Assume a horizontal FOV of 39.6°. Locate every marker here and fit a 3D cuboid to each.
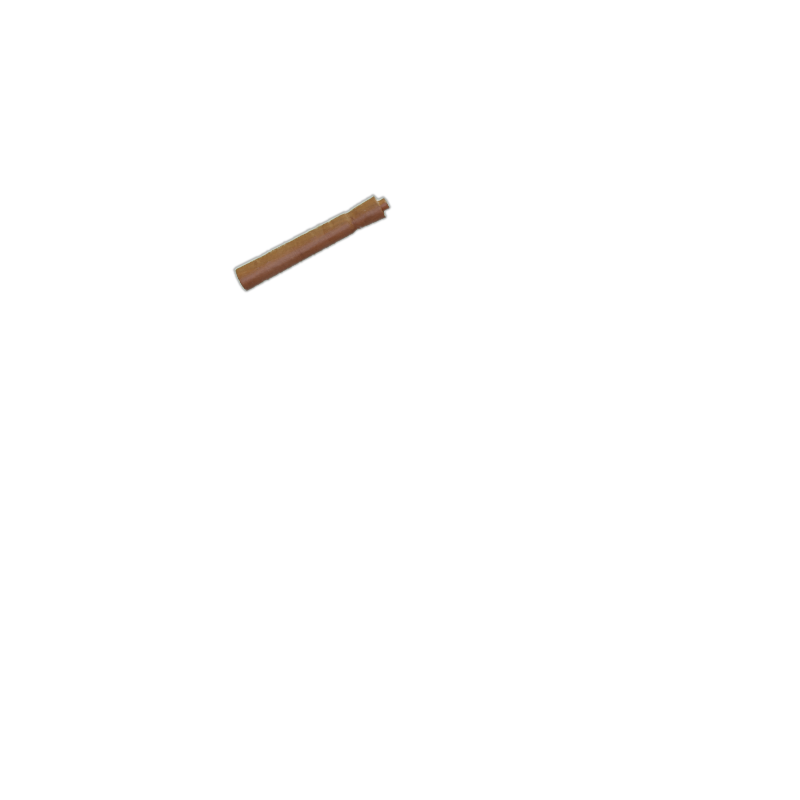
[{"bbox_3d":[-0.063,-0.114,0.801,0.121,0.020,0.020,-27,2,6],"label":"marker"}]
